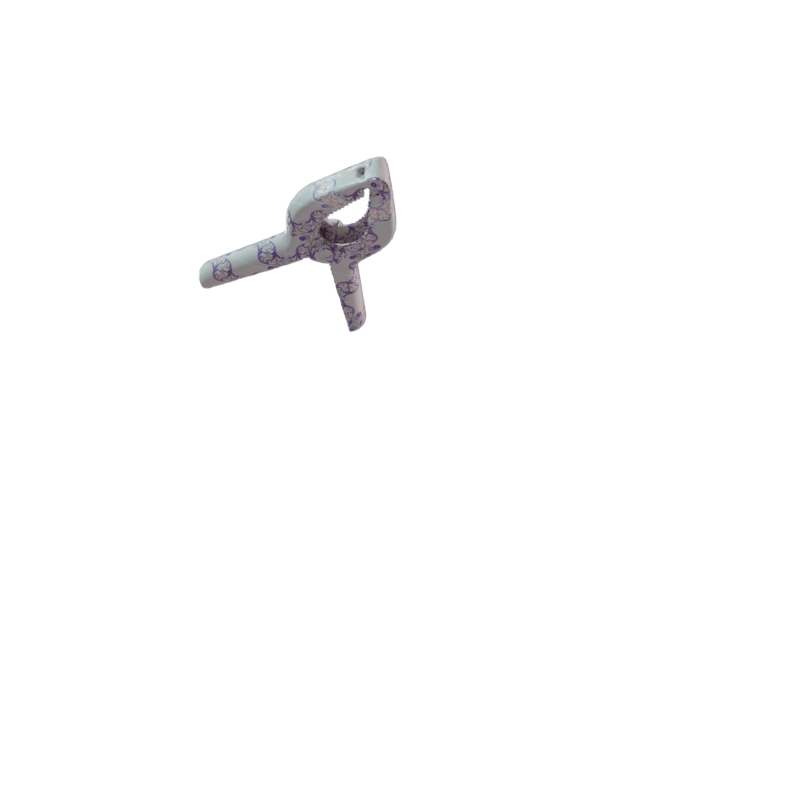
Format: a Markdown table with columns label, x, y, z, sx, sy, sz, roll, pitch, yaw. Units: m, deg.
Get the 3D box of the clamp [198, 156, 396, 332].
| label | x | y | z | sx | sy | sz | roll | pitch | yaw |
| --- | --- | --- | --- | --- | --- | --- | --- | --- | --- |
| clamp | -0.075 | -0.137 | 0.958 | 0.160 | 0.039 | 0.202 | 12 | -37 | -17 |
